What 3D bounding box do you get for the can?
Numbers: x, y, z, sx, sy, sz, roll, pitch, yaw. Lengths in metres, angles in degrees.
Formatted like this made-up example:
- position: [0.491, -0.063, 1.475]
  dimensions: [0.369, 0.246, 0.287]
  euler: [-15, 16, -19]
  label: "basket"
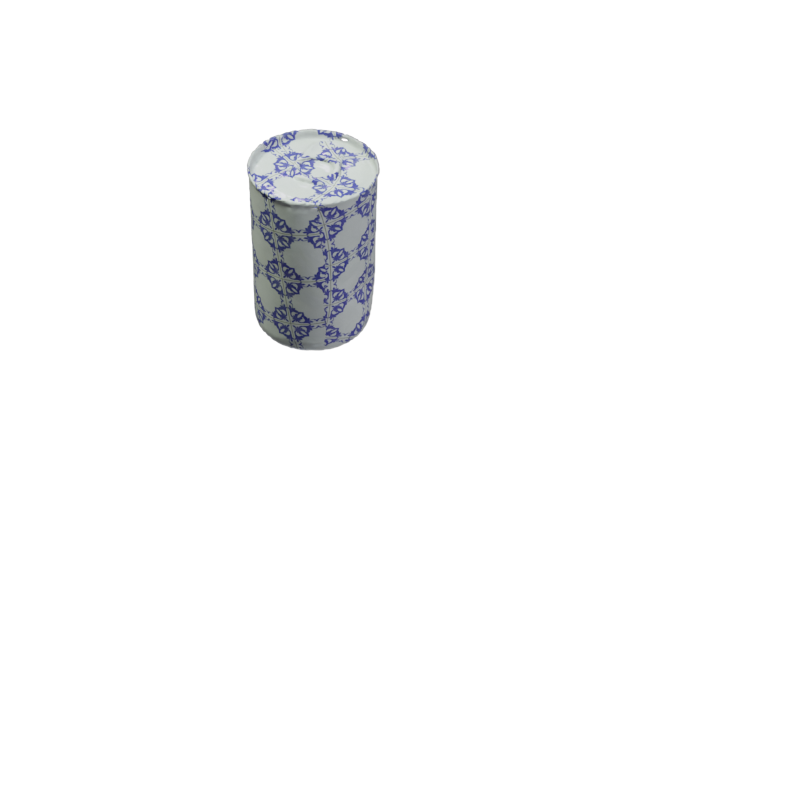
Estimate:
- position: [-0.047, -0.085, 0.599]
  dimensions: [0.068, 0.095, 0.074]
  euler: [0, 43, -3]
  label: "can"
